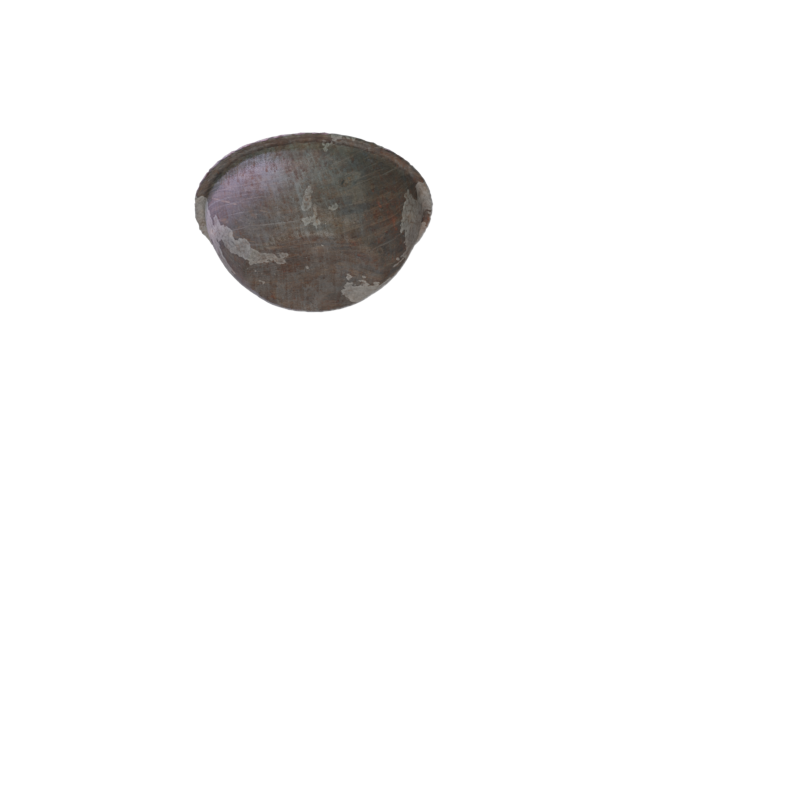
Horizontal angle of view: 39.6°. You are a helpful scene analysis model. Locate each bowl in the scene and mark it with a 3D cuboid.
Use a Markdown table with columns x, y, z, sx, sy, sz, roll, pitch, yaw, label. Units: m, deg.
| x | y | z | sx | sy | sz | roll | pitch | yaw | label |
| --- | --- | --- | --- | --- | --- | --- | --- | --- | --- |
| -0.058 | -0.105 | 0.737 | 0.162 | 0.059 | 0.152 | 1 | -31 | -2 | bowl |
